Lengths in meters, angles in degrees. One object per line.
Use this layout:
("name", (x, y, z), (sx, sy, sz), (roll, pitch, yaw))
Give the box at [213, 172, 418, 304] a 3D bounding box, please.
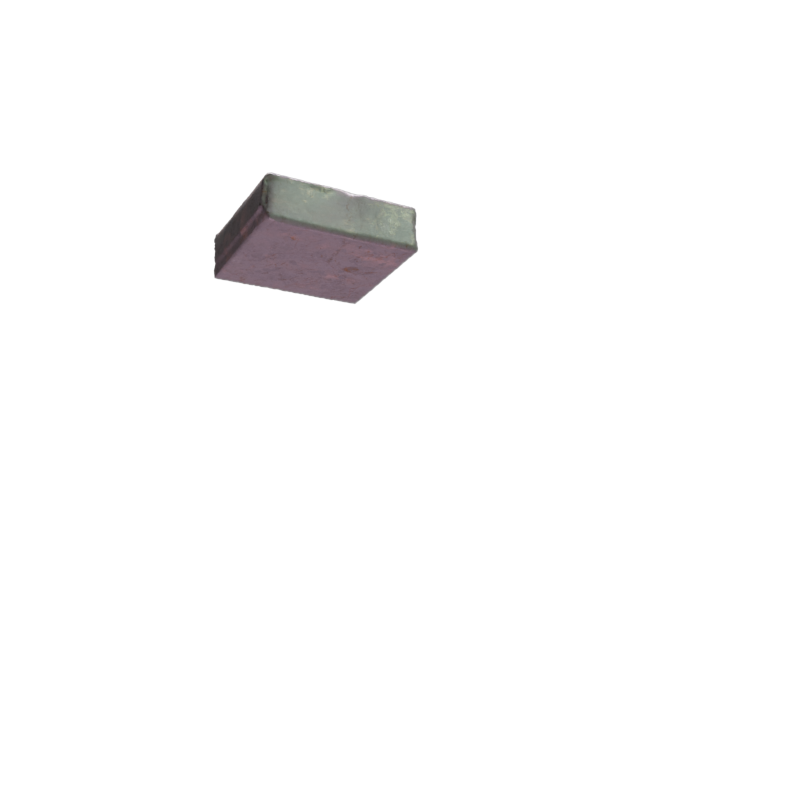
("box", (-0.047, -0.085, 0.593), (0.086, 0.032, 0.072), (11, -25, -24))
